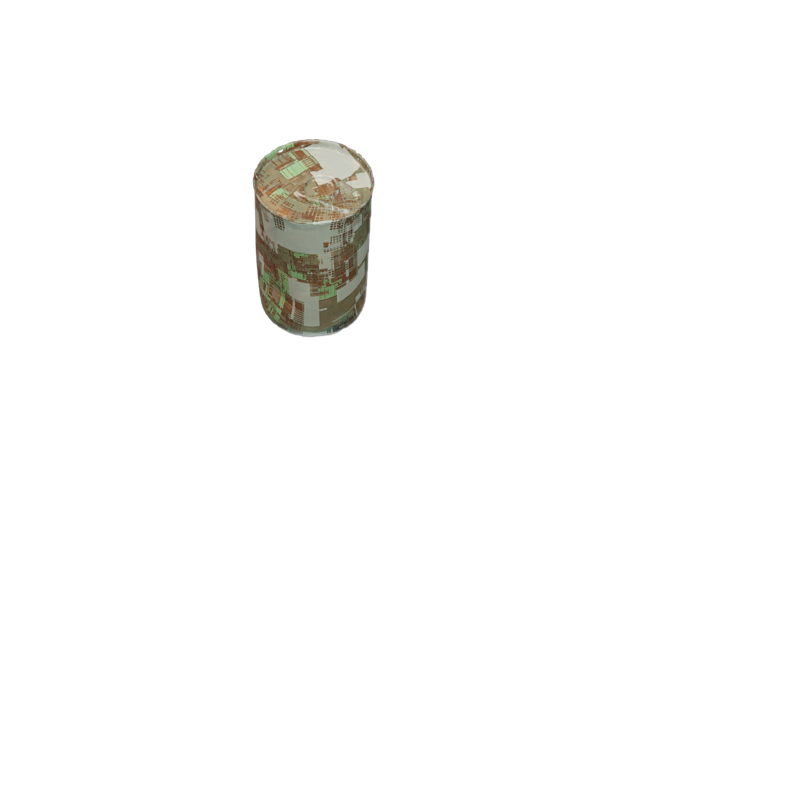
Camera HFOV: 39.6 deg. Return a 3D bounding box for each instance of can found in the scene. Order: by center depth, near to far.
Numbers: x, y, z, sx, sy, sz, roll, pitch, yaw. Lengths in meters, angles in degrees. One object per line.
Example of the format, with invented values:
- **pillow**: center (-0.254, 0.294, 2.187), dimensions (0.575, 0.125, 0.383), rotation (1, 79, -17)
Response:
- **can**: center (-0.051, -0.093, 0.653), dimensions (0.068, 0.073, 0.095), rotation (0, -39, -3)
